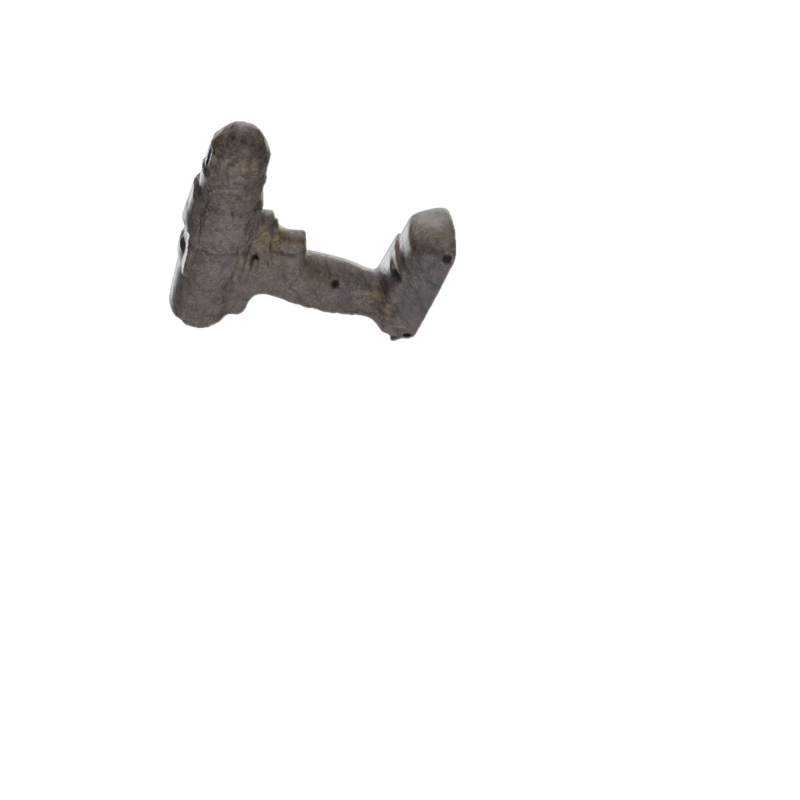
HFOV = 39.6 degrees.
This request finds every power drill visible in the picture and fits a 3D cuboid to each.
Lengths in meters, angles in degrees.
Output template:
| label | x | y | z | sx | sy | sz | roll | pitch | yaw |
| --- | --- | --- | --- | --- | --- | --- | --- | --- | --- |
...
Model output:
| label | x | y | z | sx | sy | sz | roll | pitch | yaw |
| --- | --- | --- | --- | --- | --- | --- | --- | --- | --- |
| power drill | -0.061 | -0.111 | 0.777 | 0.184 | 0.062 | 0.176 | 10 | -38 | -13 |
